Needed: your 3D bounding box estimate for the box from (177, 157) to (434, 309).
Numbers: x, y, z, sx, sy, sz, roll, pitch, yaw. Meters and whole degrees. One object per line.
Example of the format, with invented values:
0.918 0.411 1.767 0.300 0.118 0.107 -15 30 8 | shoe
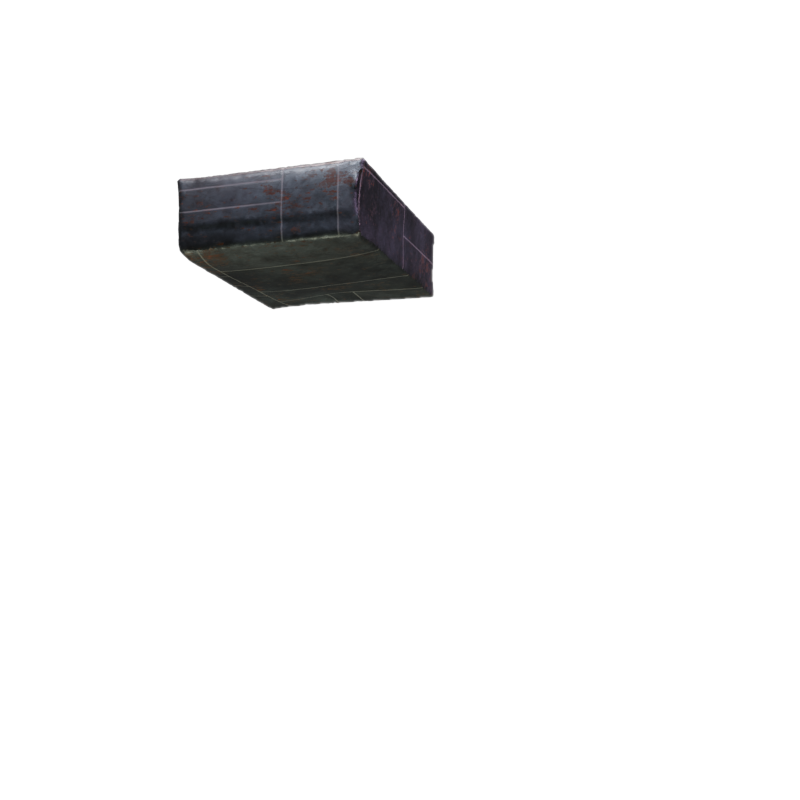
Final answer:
-0.041 -0.075 0.523 0.092 0.040 0.108 -3 -10 19 | box
